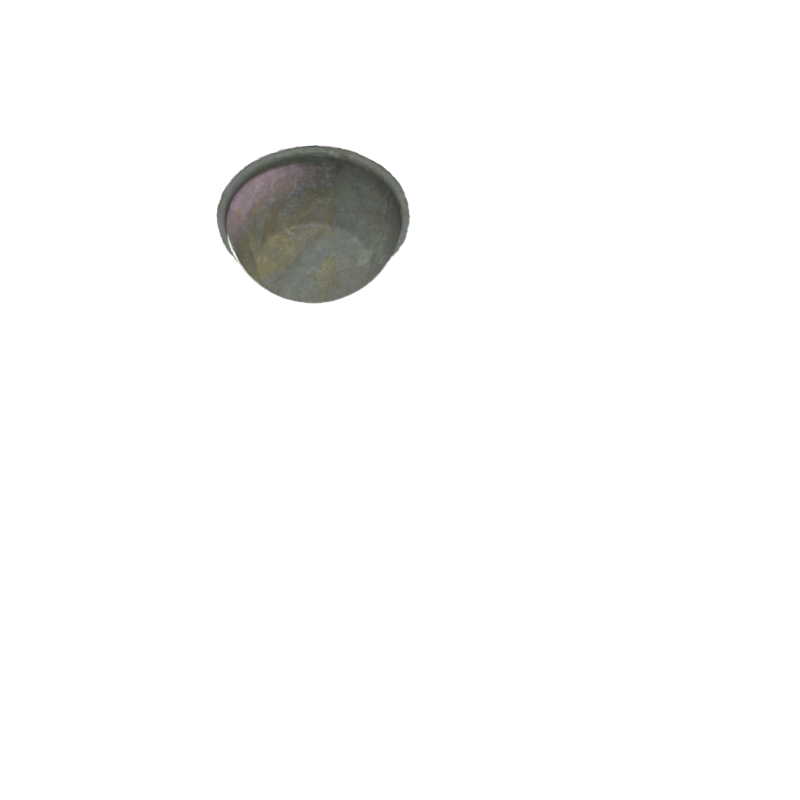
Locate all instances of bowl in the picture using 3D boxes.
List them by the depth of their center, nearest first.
[{"bbox_3d":[-0.071,-0.130,0.907,0.162,0.059,0.151,1,-41,-1],"label":"bowl"}]
